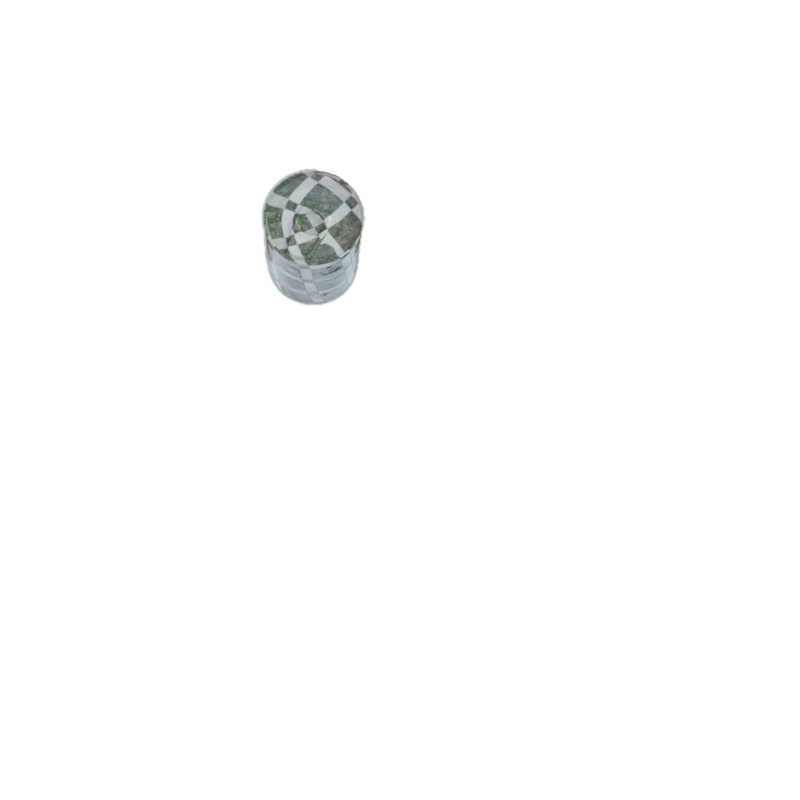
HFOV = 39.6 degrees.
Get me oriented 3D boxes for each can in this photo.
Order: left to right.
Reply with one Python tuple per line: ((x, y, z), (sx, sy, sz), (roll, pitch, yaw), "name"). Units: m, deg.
((-0.062, -0.113, 0.790), (0.068, 0.071, 0.098), (0, -14, -3), "can")
